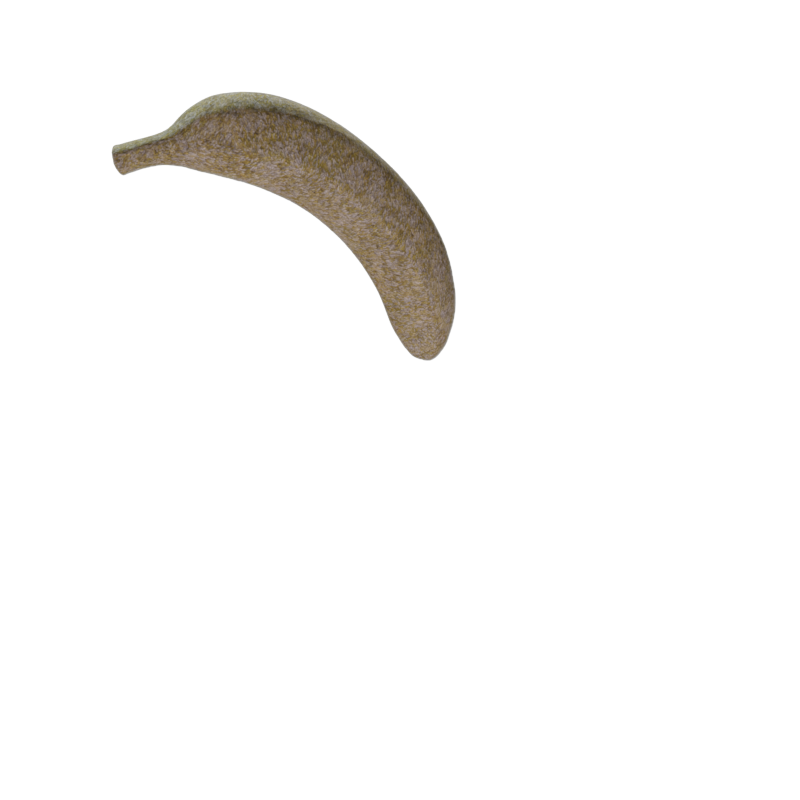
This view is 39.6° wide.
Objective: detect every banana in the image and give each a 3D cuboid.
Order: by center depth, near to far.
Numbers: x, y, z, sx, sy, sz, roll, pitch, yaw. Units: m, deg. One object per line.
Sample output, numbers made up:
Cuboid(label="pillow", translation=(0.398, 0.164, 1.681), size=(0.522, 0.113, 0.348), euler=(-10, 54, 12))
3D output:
Cuboid(label="banana", translation=(-0.027, -0.079, 0.481), size=(0.069, 0.039, 0.185), euler=(-31, -47, 33))
